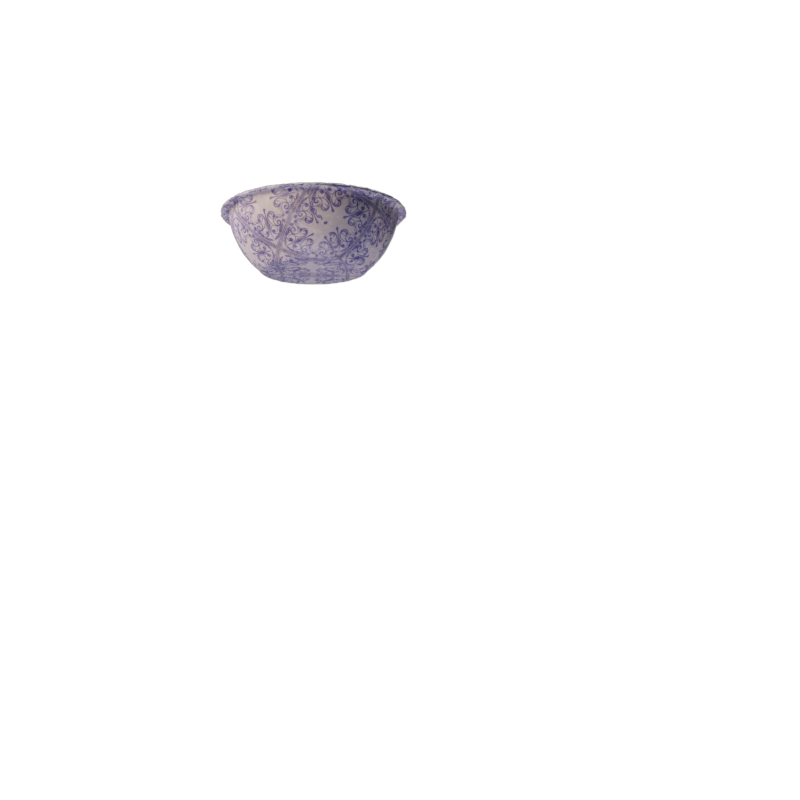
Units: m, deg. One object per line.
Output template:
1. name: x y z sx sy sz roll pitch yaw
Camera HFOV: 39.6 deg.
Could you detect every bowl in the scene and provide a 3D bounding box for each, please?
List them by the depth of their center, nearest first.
1. bowl: -0.075 -0.137 0.960 0.162 0.057 0.157 0 -9 -2
